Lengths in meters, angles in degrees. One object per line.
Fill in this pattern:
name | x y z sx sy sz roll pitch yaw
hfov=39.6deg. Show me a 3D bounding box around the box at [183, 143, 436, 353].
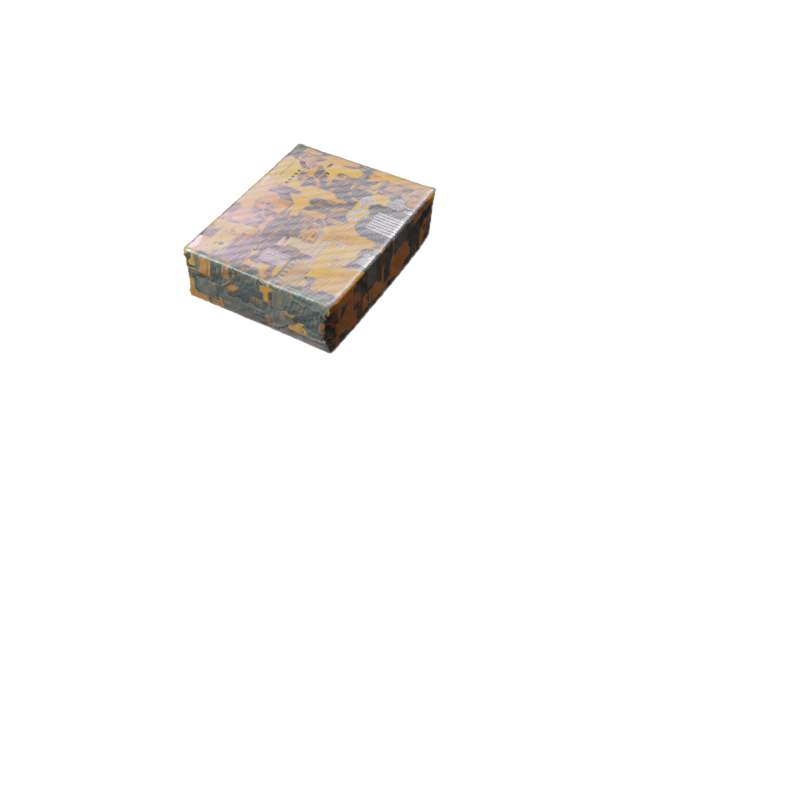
box | -0.046 -0.084 0.591 0.094 0.036 0.116 21 47 21
